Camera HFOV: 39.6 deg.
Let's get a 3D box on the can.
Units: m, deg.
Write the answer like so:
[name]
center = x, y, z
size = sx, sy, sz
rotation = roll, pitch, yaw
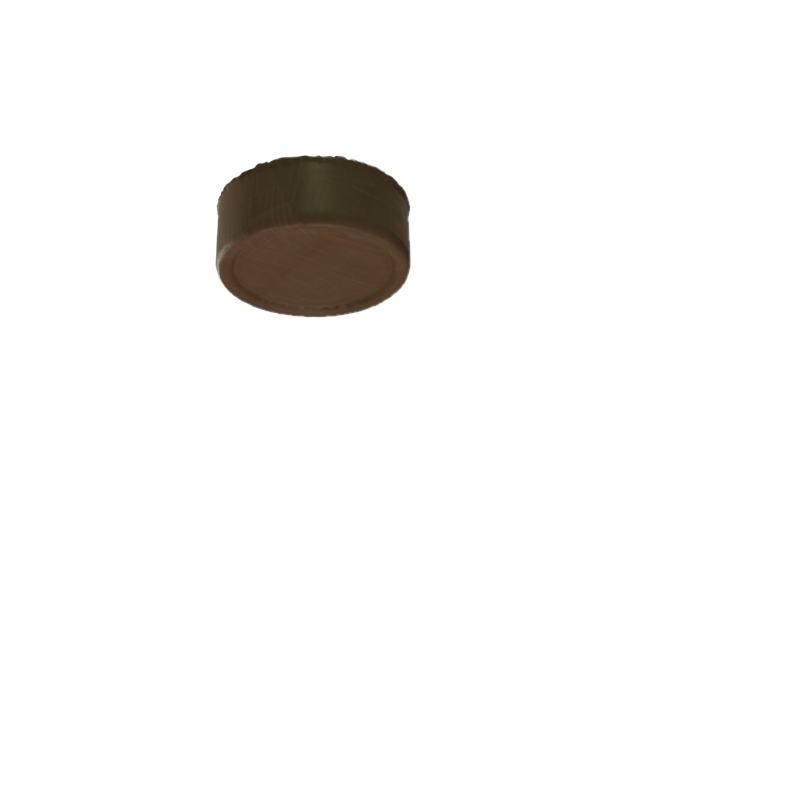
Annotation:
[can]
center = -0.038, -0.069, 0.485
size = 0.086, 0.036, 0.081
rotation = 1, -25, -2
